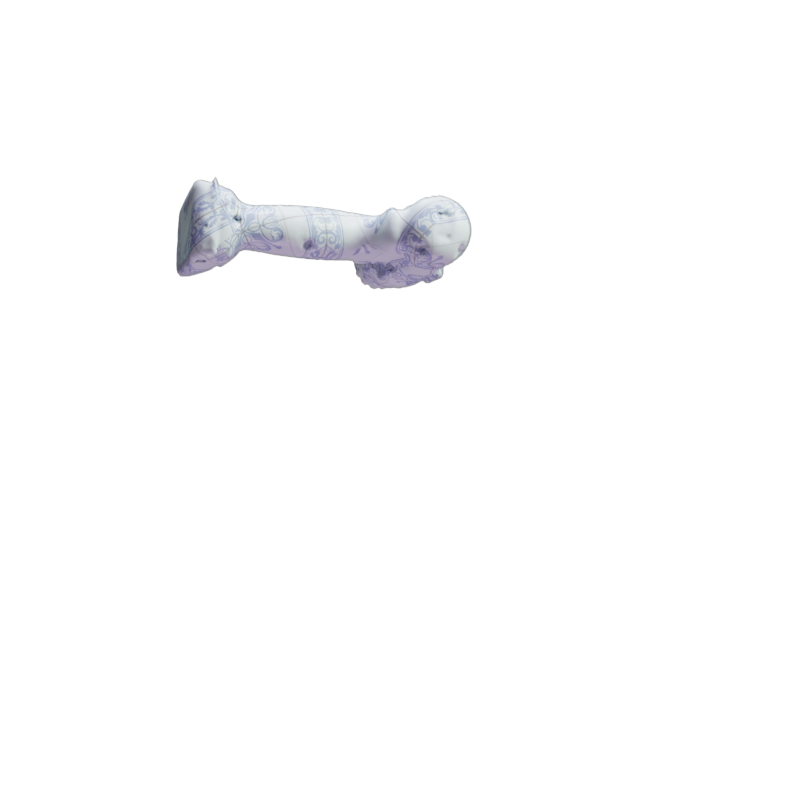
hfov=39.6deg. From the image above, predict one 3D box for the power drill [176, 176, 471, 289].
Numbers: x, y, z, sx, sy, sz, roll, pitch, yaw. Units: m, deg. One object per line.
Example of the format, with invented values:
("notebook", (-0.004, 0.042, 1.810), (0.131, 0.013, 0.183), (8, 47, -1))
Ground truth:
("power drill", (-0.061, -0.112, 0.784), (0.184, 0.058, 0.184), (1, -4, -14))
